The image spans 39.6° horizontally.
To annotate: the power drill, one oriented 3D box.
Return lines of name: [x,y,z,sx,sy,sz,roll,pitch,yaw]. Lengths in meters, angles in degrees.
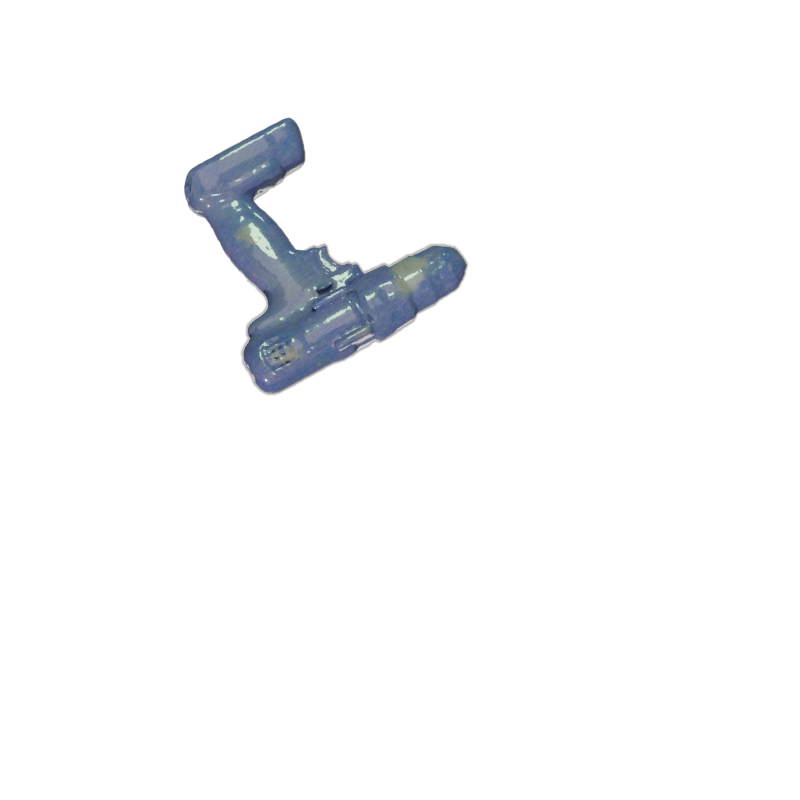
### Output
power drill: [-0.067,-0.122,0.852,0.184,0.197,0.055,-29,-17,-10]
